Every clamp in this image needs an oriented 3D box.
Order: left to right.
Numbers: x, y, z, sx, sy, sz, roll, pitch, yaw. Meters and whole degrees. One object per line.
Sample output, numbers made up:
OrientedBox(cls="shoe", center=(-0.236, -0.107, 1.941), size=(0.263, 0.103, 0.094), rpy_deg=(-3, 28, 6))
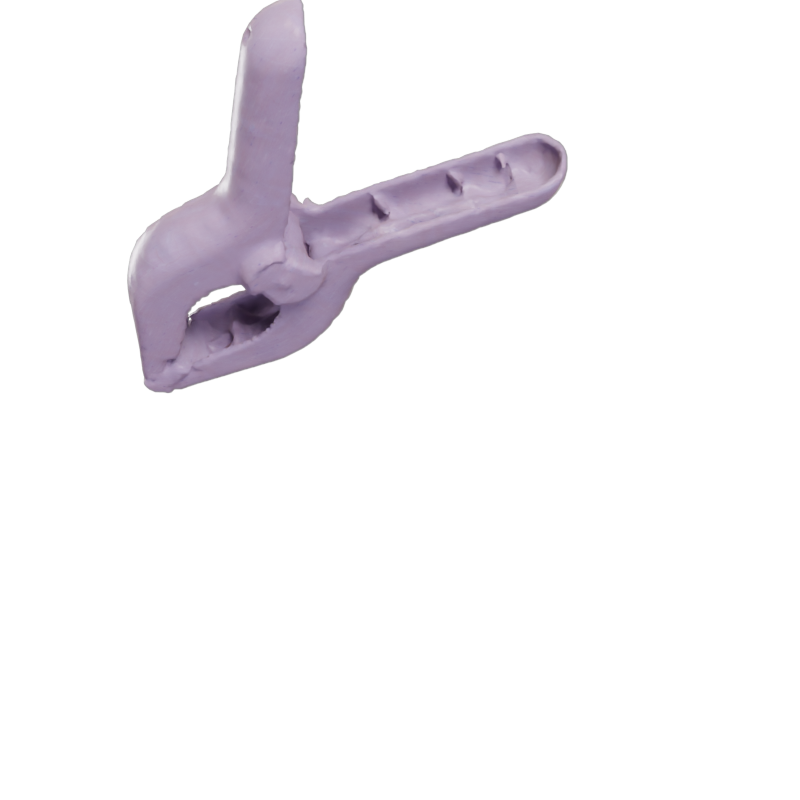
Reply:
OrientedBox(cls="clamp", center=(-0.030, -0.054, 0.378), size=(0.115, 0.042, 0.167), rpy_deg=(19, -40, -25))
